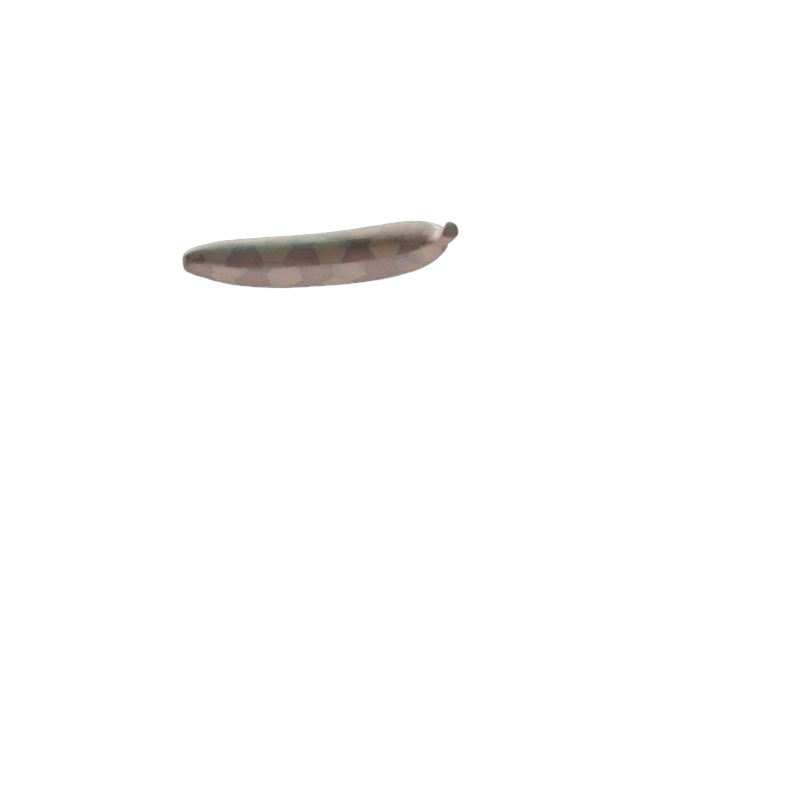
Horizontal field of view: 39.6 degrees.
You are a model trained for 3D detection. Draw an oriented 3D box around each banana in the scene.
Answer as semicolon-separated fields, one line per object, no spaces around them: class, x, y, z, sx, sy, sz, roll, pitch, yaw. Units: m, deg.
banana;-0.051;-0.104;0.772;0.201;0.039;0.065;-6;-19;18
